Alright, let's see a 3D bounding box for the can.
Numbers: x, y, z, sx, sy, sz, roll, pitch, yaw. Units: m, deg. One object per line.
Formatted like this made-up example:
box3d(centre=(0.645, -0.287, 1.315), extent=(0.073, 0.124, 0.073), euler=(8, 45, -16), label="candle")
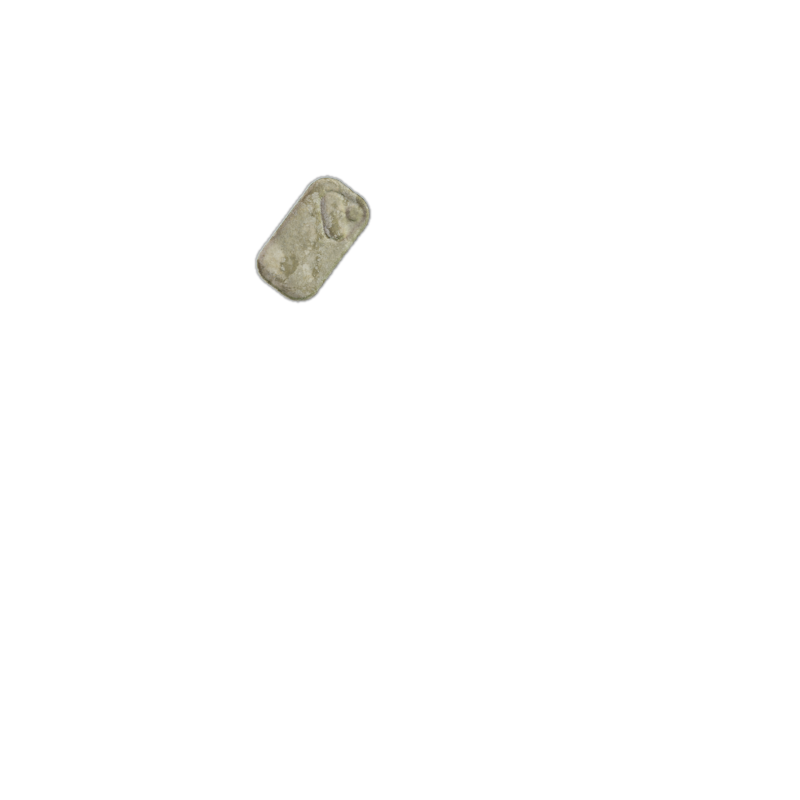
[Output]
box3d(centre=(-0.073, -0.133, 0.929), extent=(0.057, 0.102, 0.084), euler=(36, -1, -4), label="can")
